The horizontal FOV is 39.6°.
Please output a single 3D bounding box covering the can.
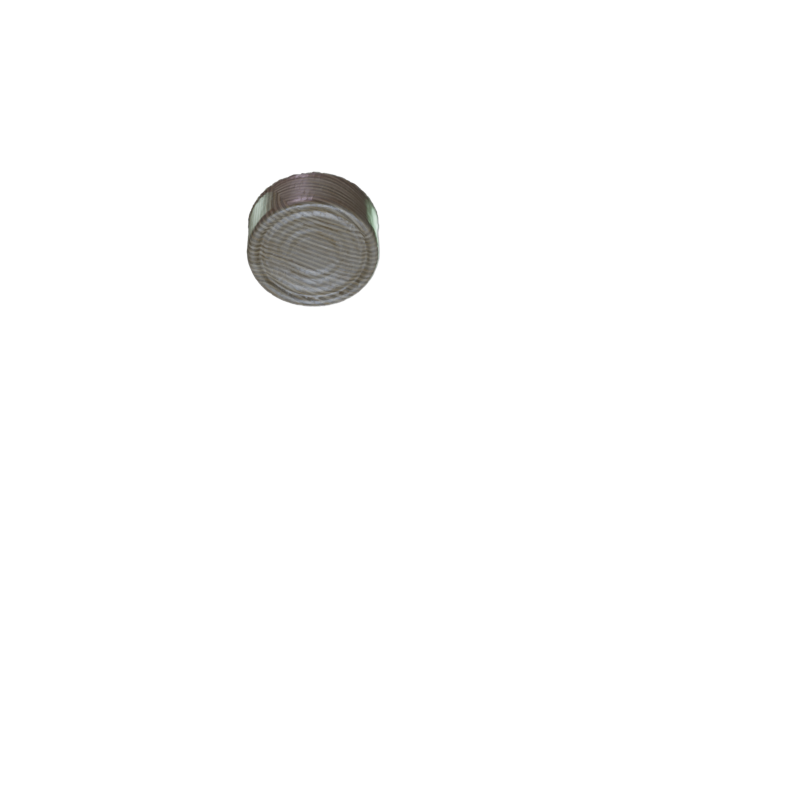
[{"bbox_3d":[-0.056,-0.102,0.712,0.086,0.080,0.036,1,40,-1],"label":"can"}]
